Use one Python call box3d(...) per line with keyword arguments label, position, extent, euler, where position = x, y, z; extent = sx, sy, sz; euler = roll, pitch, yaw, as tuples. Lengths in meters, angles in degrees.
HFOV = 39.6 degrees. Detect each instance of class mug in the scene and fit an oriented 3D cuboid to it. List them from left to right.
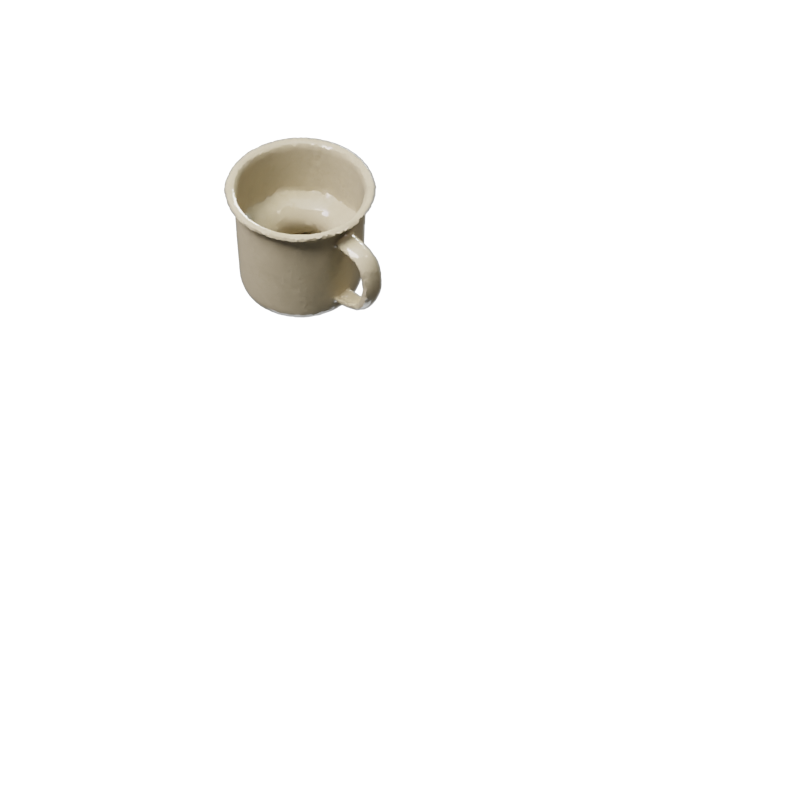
box3d(label="mug", position=(-0.055, -0.101, 0.705), extent=(0.094, 0.076, 0.125), euler=(-36, 59, -28))
